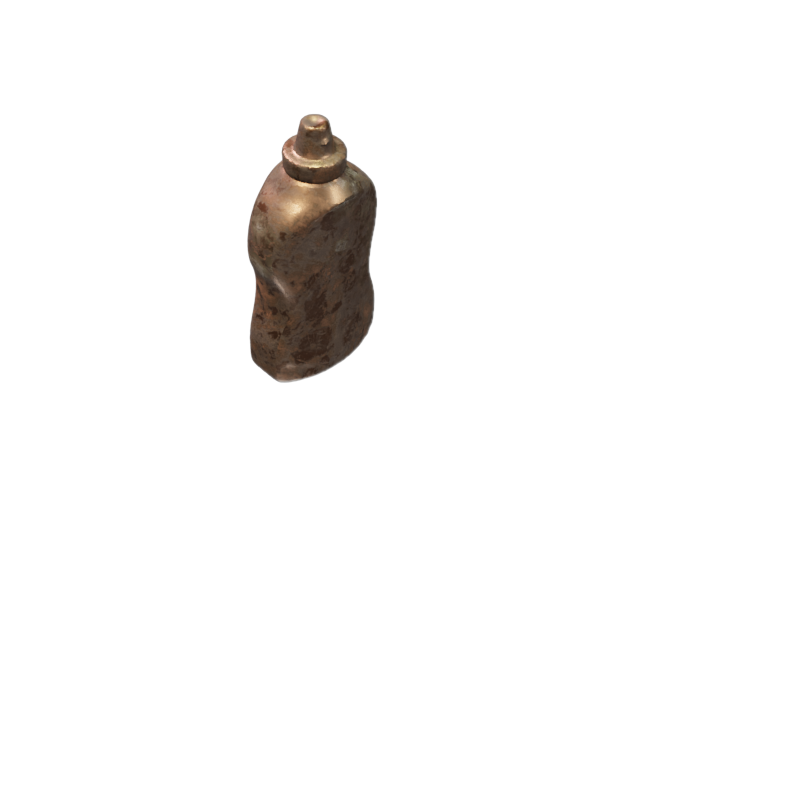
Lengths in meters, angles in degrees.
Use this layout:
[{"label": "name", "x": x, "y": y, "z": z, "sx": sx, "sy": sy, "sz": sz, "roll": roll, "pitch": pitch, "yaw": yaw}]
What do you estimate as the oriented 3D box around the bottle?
[{"label": "bottle", "x": -0.057, "y": -0.105, "z": 0.735, "sx": 0.096, "sy": 0.179, "sz": 0.062, "roll": -31, "pitch": 53, "yaw": -31}]
